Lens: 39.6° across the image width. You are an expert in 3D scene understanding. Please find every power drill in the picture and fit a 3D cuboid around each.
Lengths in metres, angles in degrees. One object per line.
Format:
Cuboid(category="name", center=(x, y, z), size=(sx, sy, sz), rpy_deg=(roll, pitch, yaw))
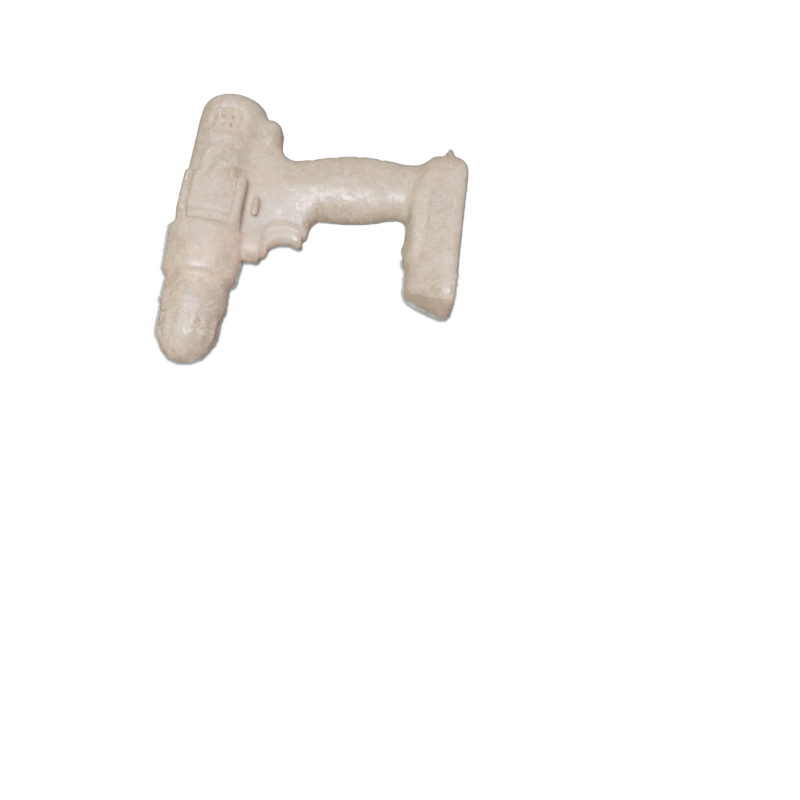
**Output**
Cuboid(category="power drill", center=(-0.056, -0.102, 0.712), size=(0.188, 0.191, 0.055), rpy_deg=(9, -17, 2))
